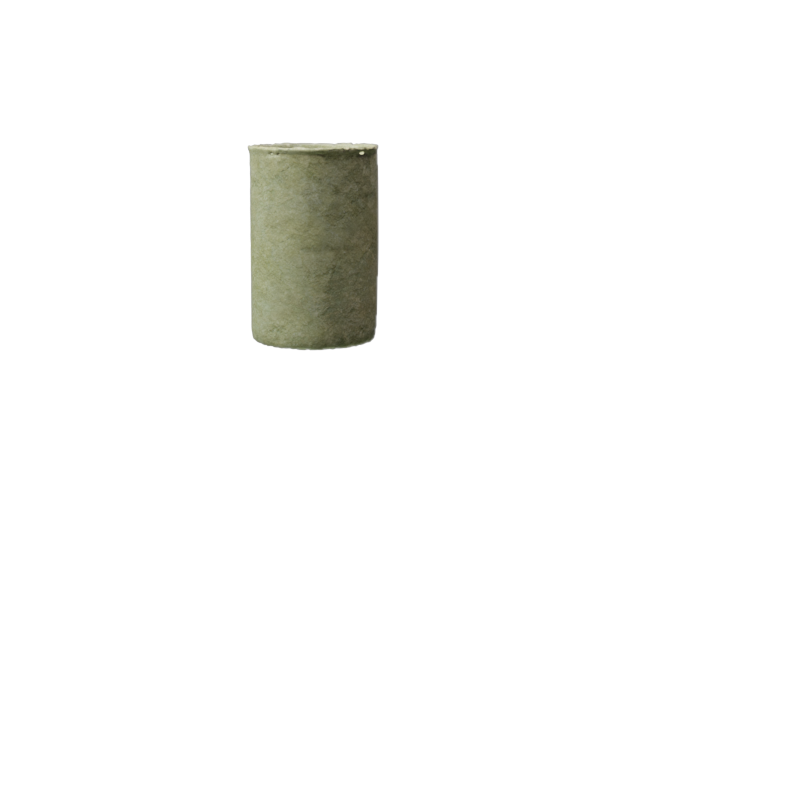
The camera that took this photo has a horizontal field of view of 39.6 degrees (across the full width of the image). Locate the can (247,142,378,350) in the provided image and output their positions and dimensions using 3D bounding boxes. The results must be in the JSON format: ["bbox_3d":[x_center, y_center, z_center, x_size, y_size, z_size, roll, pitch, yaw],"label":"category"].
[{"bbox_3d":[-0.046,-0.083,0.582,0.068,0.100,0.070,0,10,-2],"label":"can"}]
